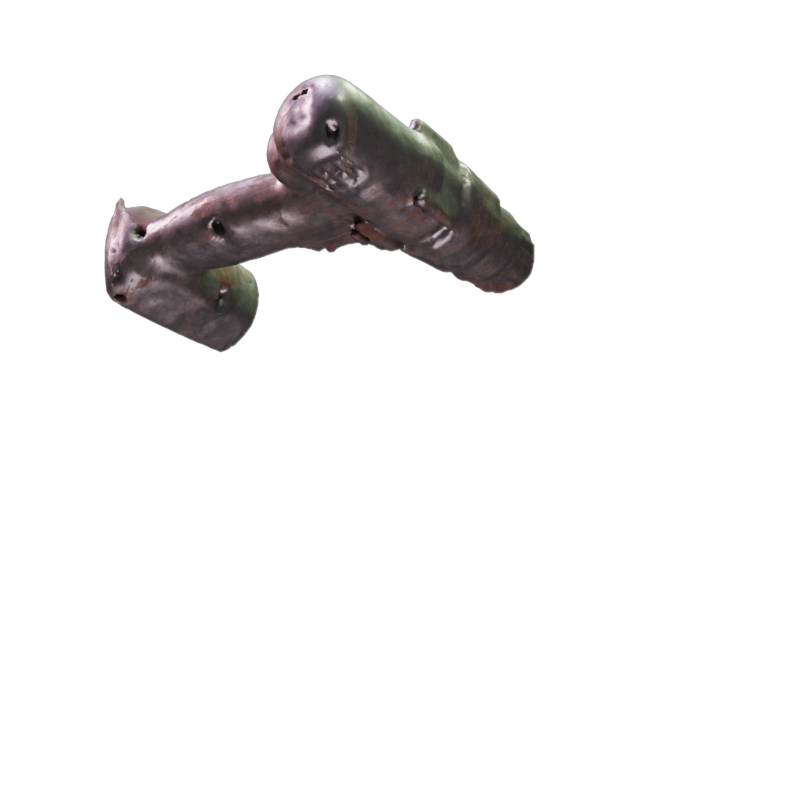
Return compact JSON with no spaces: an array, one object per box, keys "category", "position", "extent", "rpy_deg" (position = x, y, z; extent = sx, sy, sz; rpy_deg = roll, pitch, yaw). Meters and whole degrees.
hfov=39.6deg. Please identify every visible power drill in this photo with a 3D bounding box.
[{"category":"power drill","position":[-0.045,-0.082,0.576],"extent":[0.189,0.061,0.172],"rpy_deg":[-19,-33,32]}]
